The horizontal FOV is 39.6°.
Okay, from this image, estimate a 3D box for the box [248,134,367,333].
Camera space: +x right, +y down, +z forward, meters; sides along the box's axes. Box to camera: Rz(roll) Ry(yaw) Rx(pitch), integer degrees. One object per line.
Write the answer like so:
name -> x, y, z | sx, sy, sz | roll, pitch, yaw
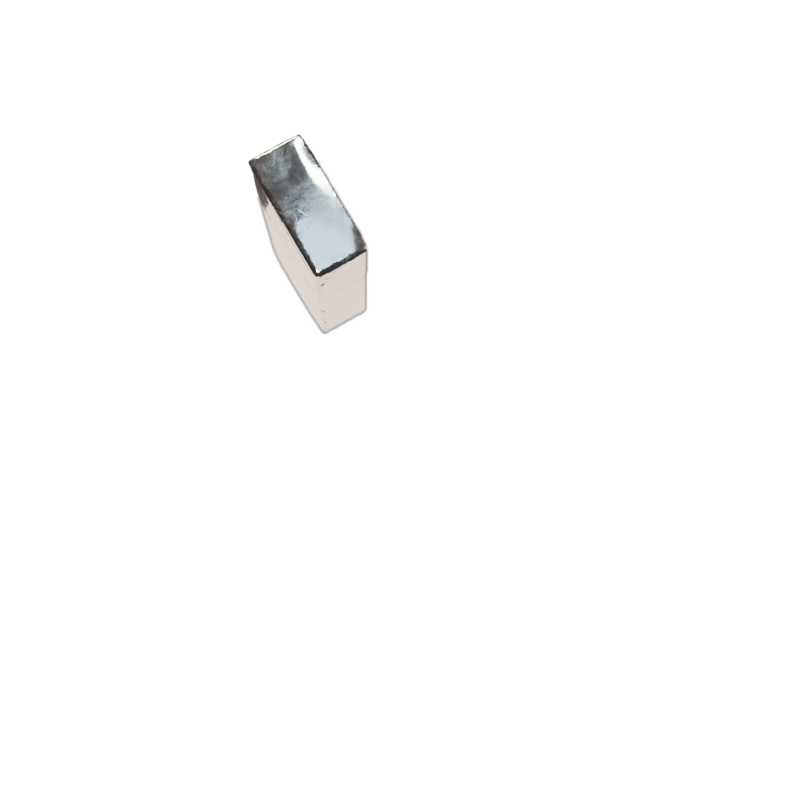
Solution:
box -> -0.061, -0.113, 0.789 | 0.048, 0.096, 0.171 | -29, -8, -8
